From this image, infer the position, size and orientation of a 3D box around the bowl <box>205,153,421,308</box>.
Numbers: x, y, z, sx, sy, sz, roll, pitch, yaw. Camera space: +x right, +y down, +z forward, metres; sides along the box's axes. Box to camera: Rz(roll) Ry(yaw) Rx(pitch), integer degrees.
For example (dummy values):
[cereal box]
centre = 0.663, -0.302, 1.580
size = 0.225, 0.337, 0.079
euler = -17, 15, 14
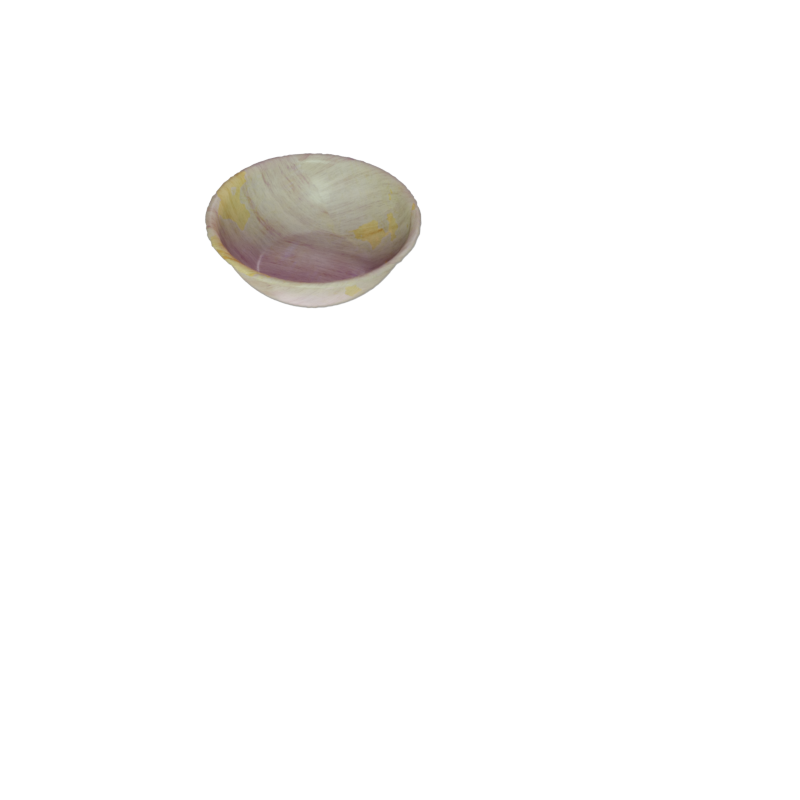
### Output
[bowl]
centre = -0.066, -0.121, 0.845
size = 0.162, 0.051, 0.174
euler = -1, 45, -1
